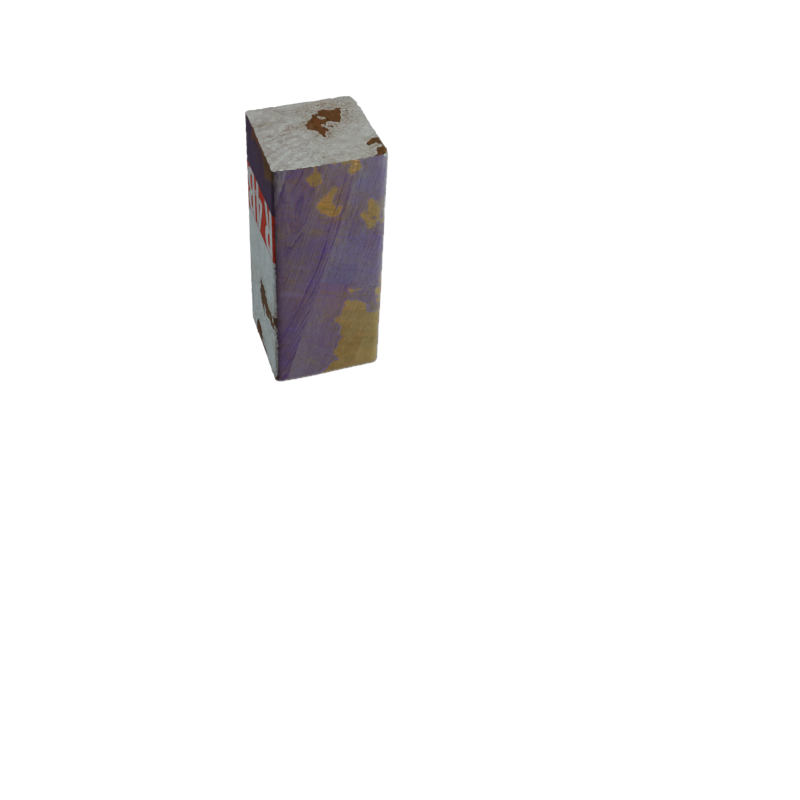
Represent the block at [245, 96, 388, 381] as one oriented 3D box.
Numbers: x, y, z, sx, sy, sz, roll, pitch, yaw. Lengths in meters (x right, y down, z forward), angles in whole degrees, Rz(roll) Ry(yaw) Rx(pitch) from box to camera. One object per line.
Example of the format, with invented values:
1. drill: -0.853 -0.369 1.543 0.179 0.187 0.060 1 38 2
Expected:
1. block: -0.069 -0.126 0.886 0.089 0.192 0.098 -10 42 -15
